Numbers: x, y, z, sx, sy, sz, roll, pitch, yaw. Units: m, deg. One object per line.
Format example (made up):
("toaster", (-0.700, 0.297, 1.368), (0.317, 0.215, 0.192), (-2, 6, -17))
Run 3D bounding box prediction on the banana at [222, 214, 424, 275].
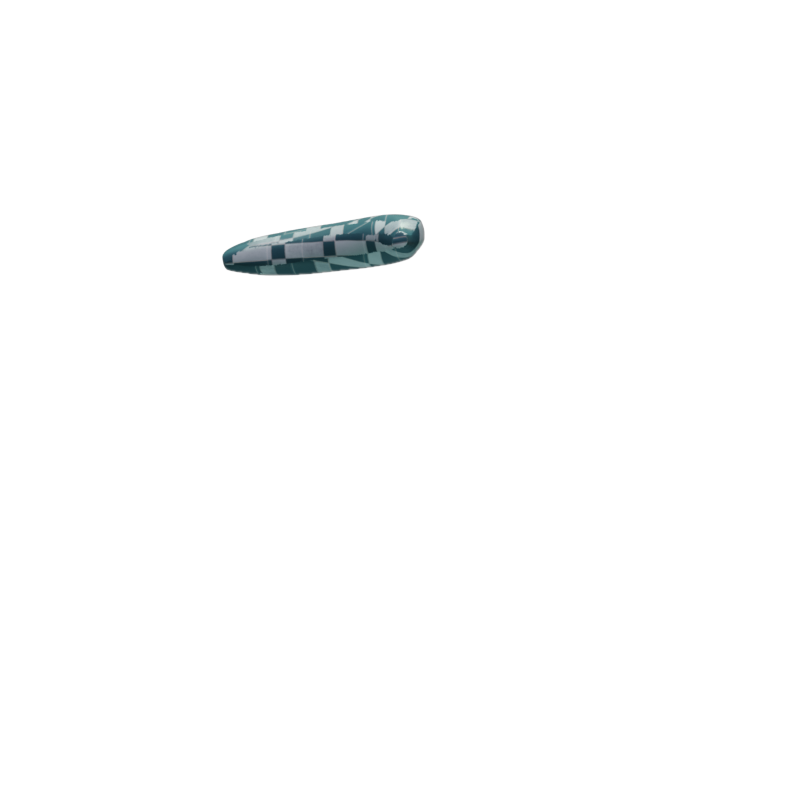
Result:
("banana", (-0.049, -0.117, 0.834), (0.204, 0.037, 0.066), (-2, -3, 44))
